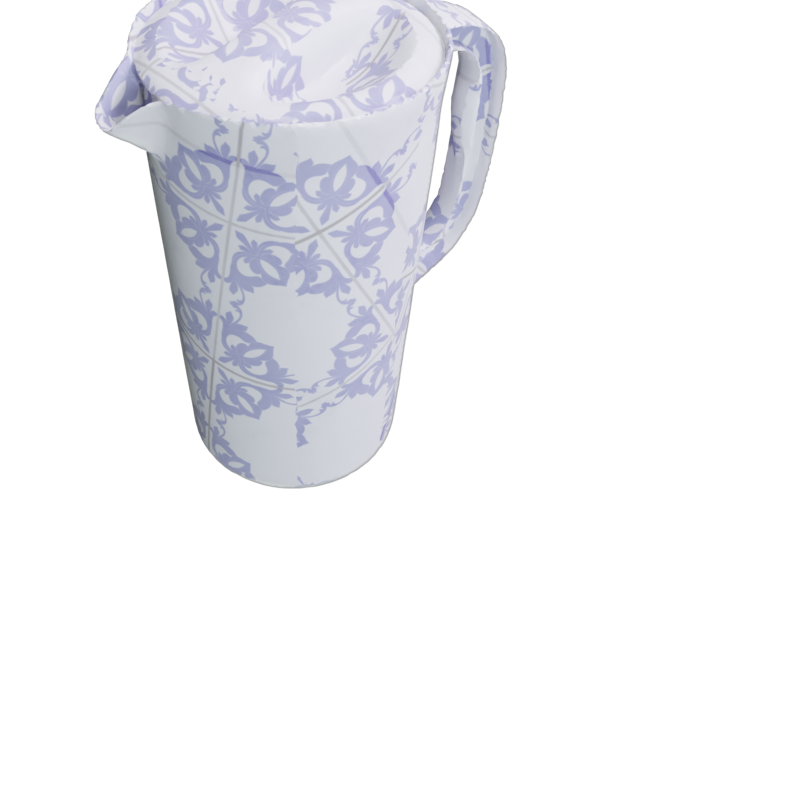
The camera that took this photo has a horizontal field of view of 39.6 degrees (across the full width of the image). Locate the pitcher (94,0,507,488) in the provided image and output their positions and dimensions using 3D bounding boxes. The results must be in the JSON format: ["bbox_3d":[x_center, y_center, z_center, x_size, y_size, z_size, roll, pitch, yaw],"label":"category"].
[{"bbox_3d":[-0.041,-0.075,0.528,0.152,0.226,0.152,13,45,10],"label":"pitcher"}]
